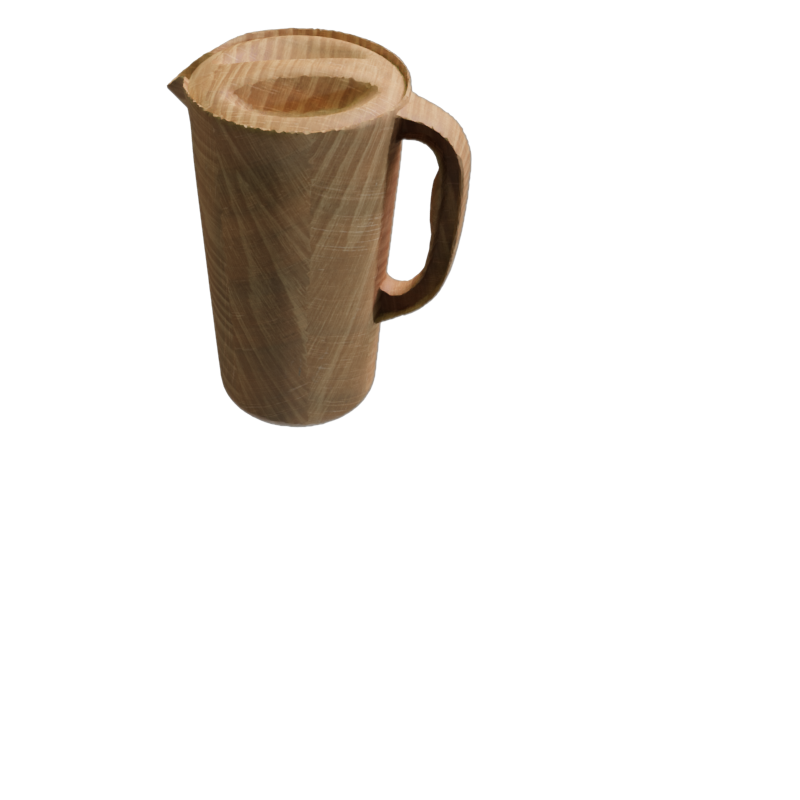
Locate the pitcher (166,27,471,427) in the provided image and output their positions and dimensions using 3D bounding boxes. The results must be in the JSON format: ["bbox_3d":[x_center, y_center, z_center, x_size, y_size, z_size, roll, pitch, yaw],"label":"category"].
[{"bbox_3d":[-0.055,-0.100,0.703,0.143,0.227,0.161,-16,42,-22],"label":"pitcher"}]
